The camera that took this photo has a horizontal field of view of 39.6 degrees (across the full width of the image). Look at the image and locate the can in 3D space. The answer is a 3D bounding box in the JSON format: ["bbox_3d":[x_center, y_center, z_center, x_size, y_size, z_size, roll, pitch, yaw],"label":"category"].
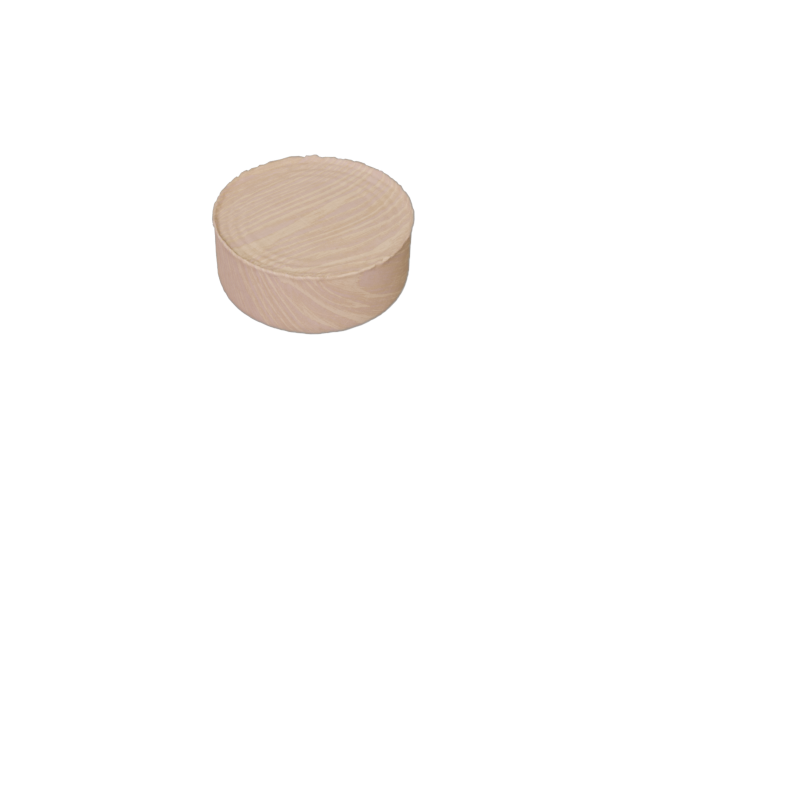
[{"bbox_3d":[-0.038,-0.068,0.480,0.086,0.031,0.092,-1,43,-2],"label":"can"}]
